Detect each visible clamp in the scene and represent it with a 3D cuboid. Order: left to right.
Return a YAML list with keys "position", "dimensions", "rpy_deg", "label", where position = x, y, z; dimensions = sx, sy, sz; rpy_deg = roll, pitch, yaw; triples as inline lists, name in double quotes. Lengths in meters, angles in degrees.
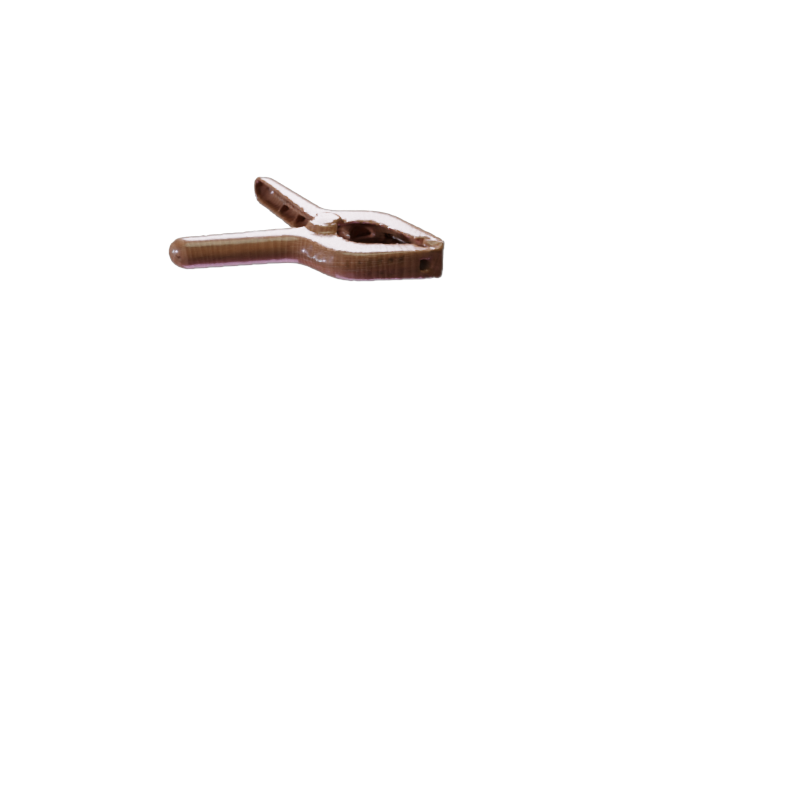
- position: [-0.070, -0.128, 0.897]
  dimensions: [0.219, 0.034, 0.167]
  rpy_deg: [16, 35, 24]
  label: "clamp"
